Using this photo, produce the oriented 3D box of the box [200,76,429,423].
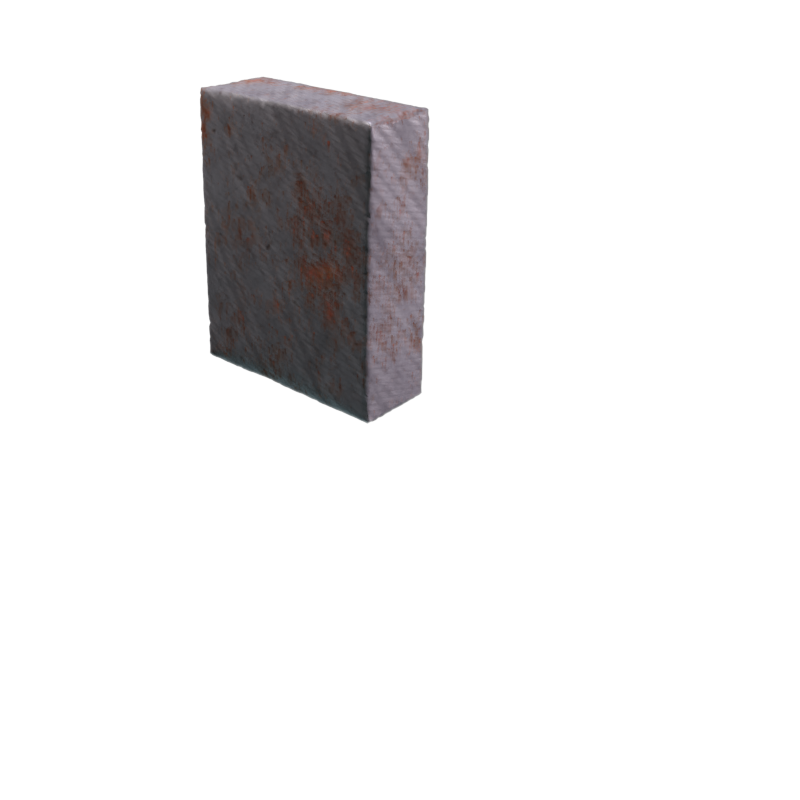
[{"bbox_3d":[-0.062,-0.114,0.795,0.174,0.204,0.071,20,28,38],"label":"box"}]
